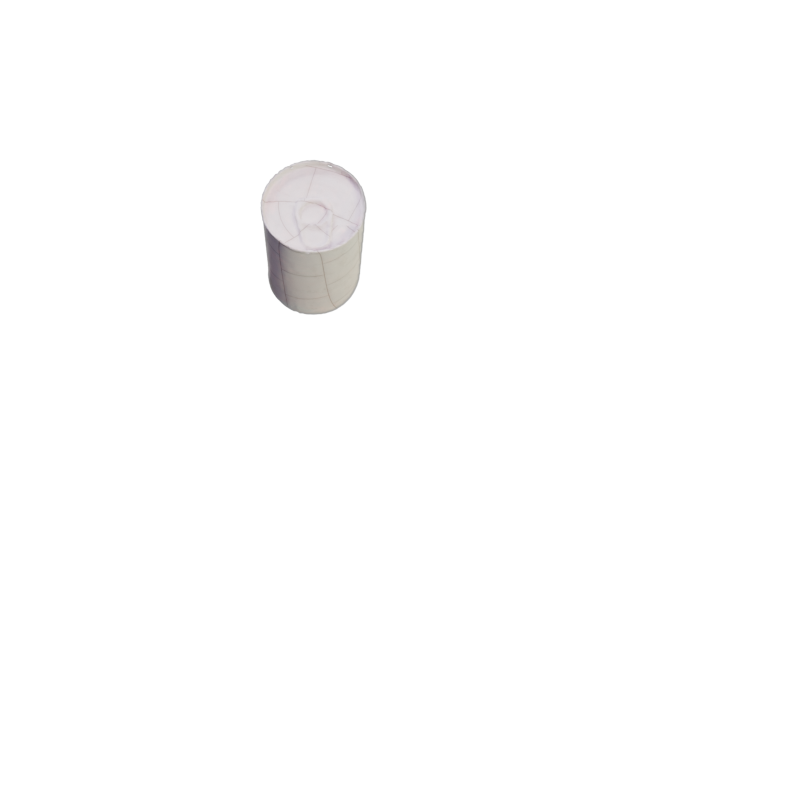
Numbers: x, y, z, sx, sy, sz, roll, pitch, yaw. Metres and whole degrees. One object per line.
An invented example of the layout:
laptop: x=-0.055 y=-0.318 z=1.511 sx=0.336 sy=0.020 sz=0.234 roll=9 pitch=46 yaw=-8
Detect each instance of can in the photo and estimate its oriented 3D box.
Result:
can: x=-0.059 y=-0.108 z=0.754 sx=0.068 sy=0.072 sz=0.097 roll=0 pitch=-23 yaw=-3
